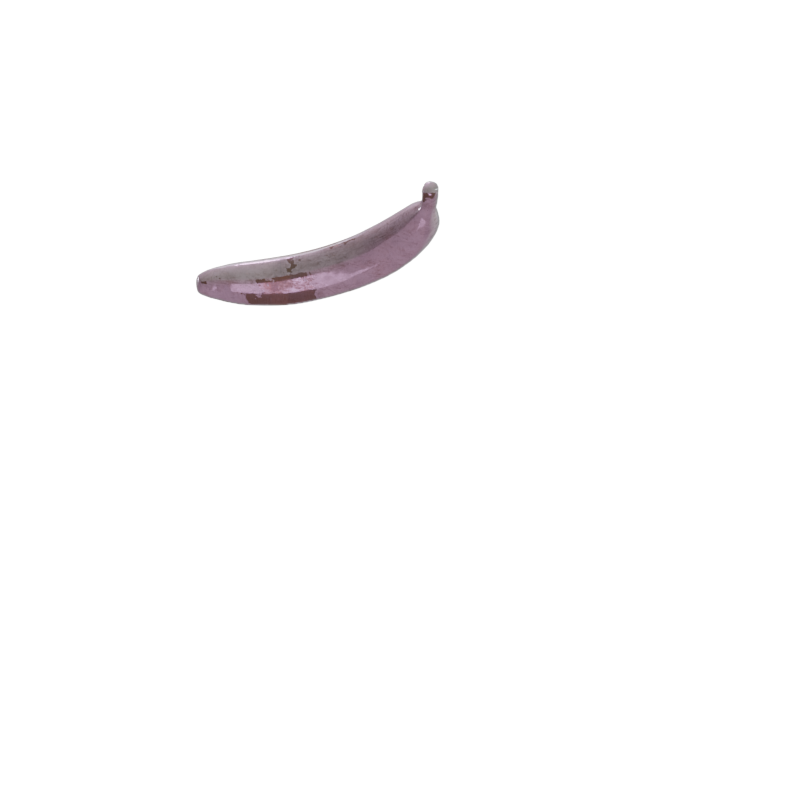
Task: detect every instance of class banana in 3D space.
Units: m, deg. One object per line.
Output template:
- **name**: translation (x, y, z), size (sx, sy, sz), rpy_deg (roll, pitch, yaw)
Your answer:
- **banana**: translation (-0.050, -0.104, 0.798), size (0.199, 0.039, 0.064), rpy_deg (-20, -46, 20)
